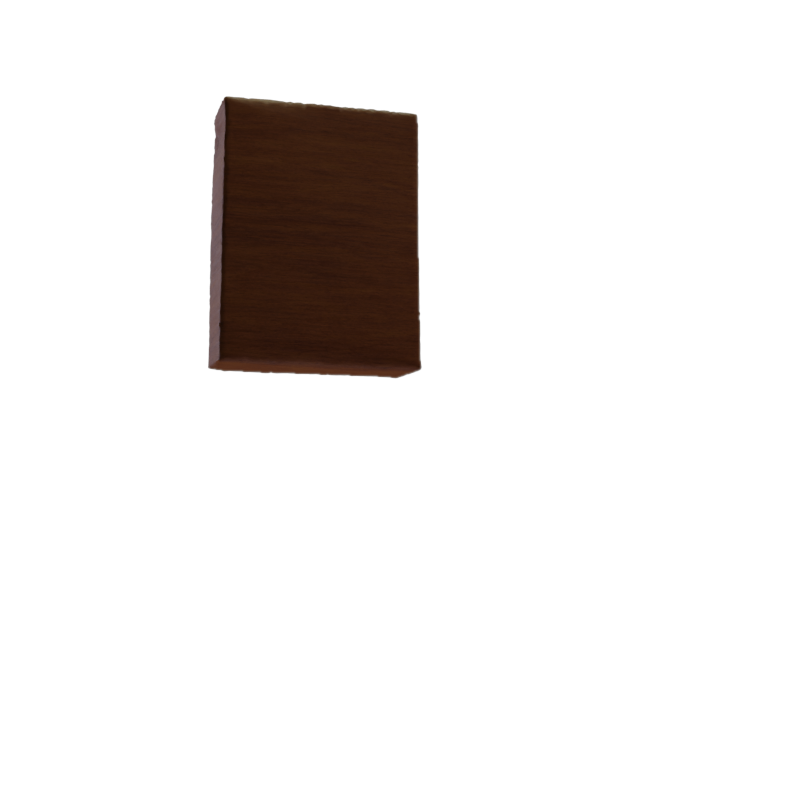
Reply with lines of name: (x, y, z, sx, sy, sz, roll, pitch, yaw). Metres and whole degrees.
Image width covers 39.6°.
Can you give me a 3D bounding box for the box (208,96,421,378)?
box: (-0.070, -0.128, 0.900, 0.161, 0.221, 0.071, 2, -13, -15)
